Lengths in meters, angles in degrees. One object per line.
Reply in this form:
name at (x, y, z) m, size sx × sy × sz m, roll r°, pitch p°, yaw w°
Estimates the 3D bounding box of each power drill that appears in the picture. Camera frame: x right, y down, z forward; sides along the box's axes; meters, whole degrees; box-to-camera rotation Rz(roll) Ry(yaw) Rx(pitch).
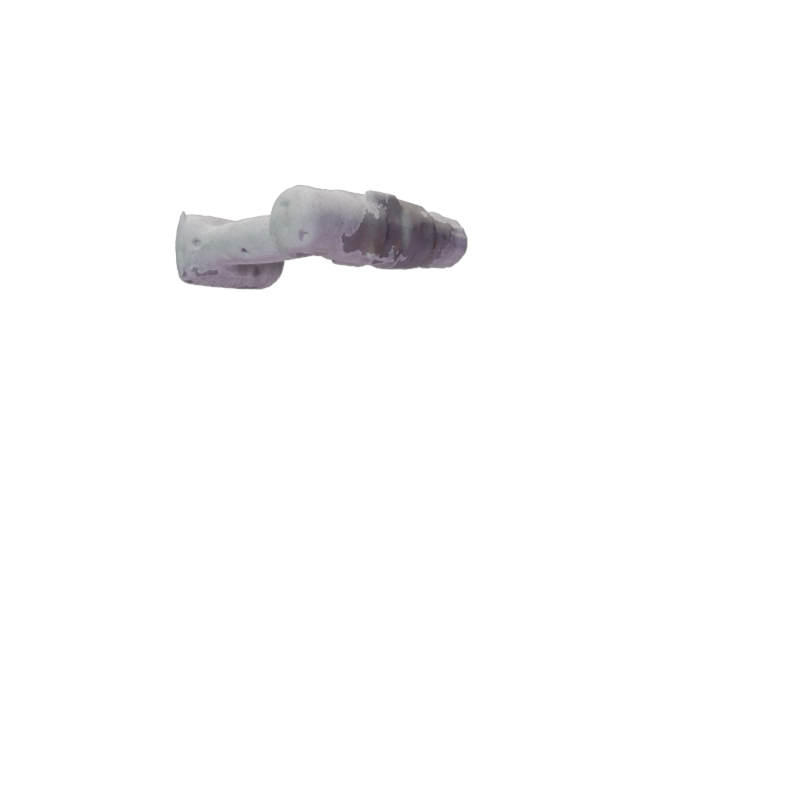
power drill at (-0.066, -0.121, 0.848) m, size 0.193 × 0.059 × 0.176 m, roll -4°, pitch -6°, yaw 44°
